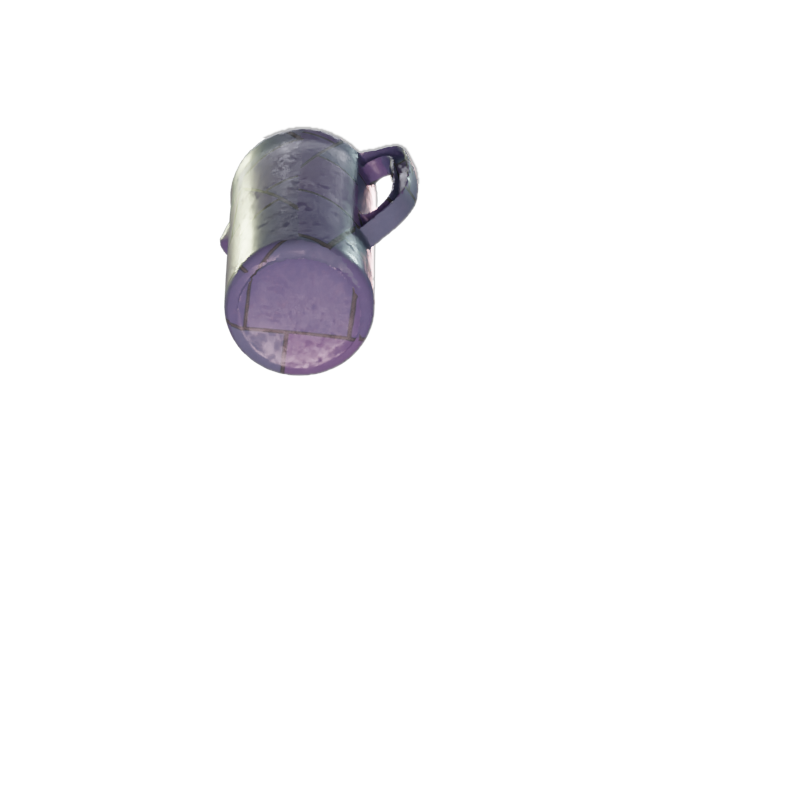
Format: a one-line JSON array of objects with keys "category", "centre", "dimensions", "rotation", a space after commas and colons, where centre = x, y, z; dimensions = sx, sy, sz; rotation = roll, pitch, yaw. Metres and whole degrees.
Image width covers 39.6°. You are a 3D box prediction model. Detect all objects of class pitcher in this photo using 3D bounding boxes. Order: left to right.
[{"category": "pitcher", "centre": [-0.070, -0.127, 0.890], "dimensions": [0.142, 0.143, 0.257], "rotation": [15, 26, -11]}]
